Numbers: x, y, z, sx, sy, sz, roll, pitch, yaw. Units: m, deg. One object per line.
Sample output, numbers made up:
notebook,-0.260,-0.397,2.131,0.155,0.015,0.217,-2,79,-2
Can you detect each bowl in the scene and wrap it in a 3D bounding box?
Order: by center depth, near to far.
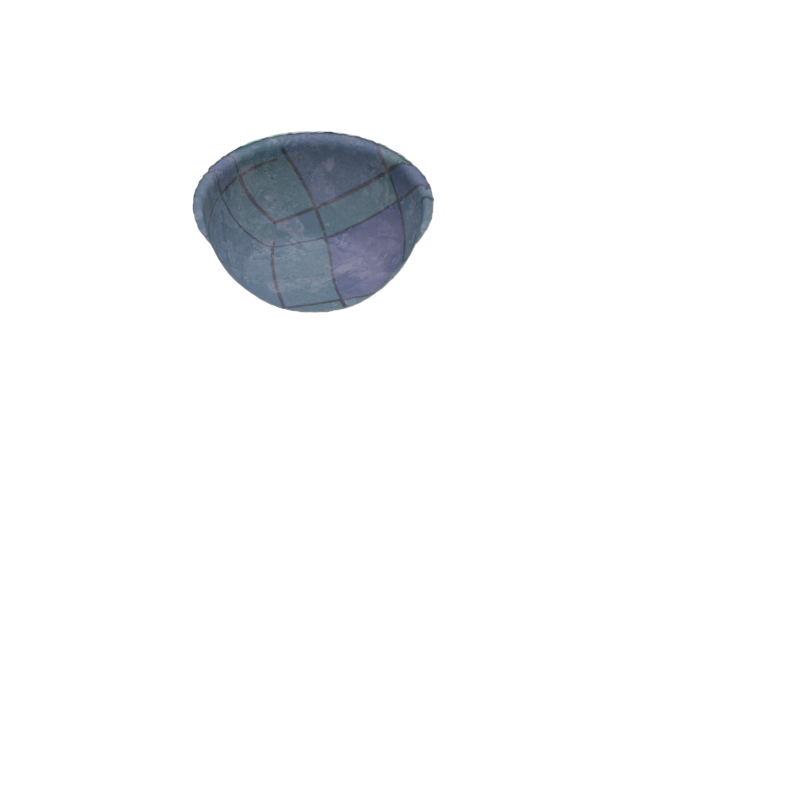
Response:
bowl,-0.057,-0.104,0.729,0.162,0.059,0.152,1,-30,-2
